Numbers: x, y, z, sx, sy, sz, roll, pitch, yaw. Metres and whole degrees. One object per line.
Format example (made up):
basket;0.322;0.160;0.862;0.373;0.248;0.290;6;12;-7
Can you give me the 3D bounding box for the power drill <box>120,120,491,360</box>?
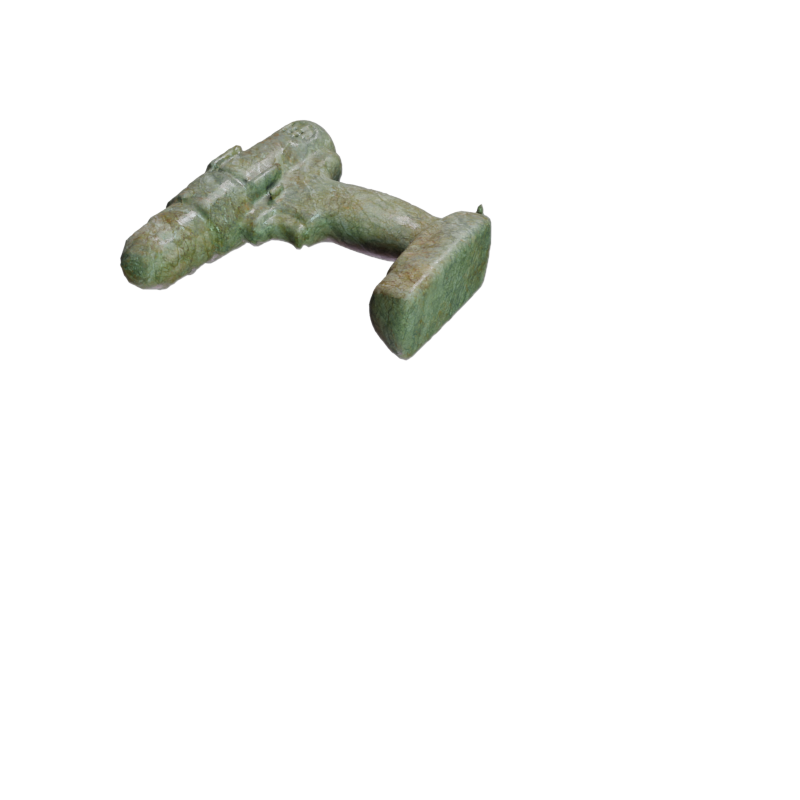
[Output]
power drill;-0.054;-0.098;0.687;0.198;0.053;0.188;28;51;25
